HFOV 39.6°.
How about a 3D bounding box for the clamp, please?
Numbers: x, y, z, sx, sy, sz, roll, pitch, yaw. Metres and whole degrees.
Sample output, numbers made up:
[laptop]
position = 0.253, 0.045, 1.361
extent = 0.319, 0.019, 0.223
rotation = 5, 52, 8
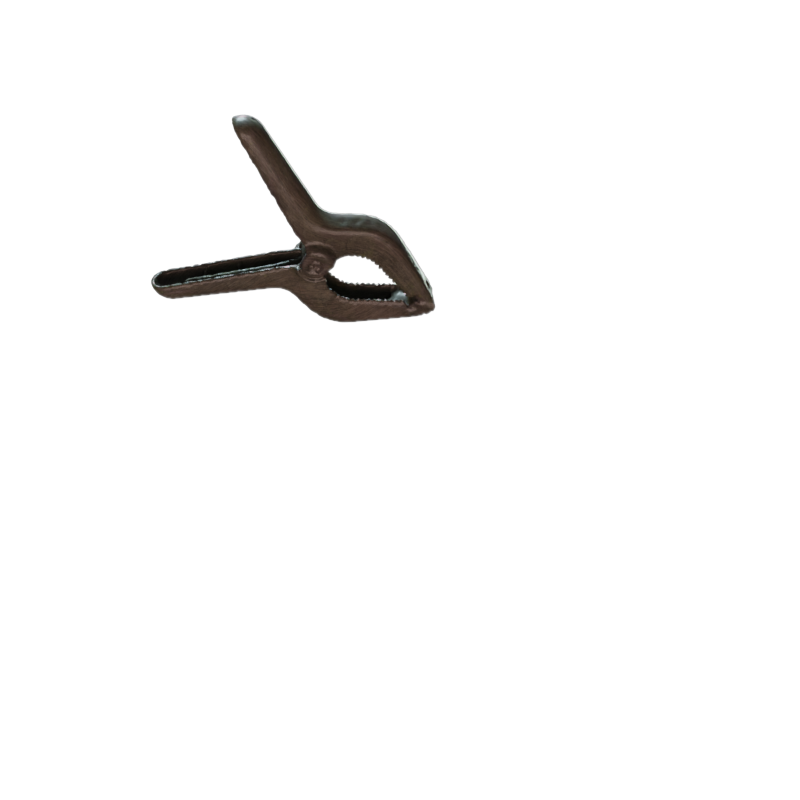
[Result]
[clamp]
position = -0.065, -0.118, 0.826
extent = 0.205, 0.157, 0.039
rotation = 16, 35, -12
